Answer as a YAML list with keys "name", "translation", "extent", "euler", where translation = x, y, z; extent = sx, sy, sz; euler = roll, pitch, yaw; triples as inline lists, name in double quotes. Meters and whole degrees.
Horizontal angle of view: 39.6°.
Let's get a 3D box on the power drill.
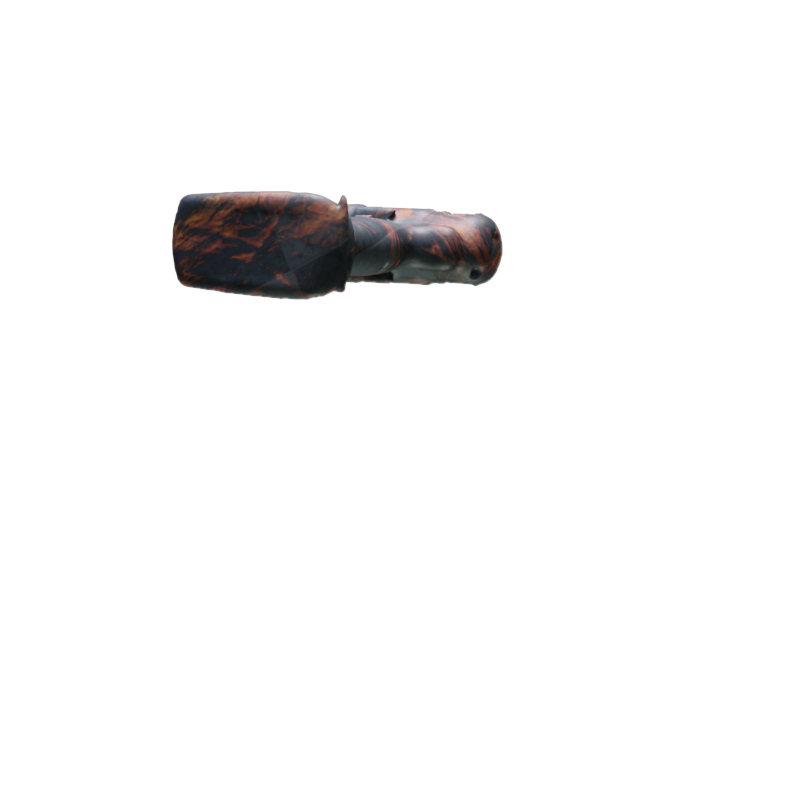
- name: "power drill"
  translation: [-0.053, -0.097, 0.677]
  extent: [0.191, 0.057, 0.183]
  euler: [5, 10, 29]
